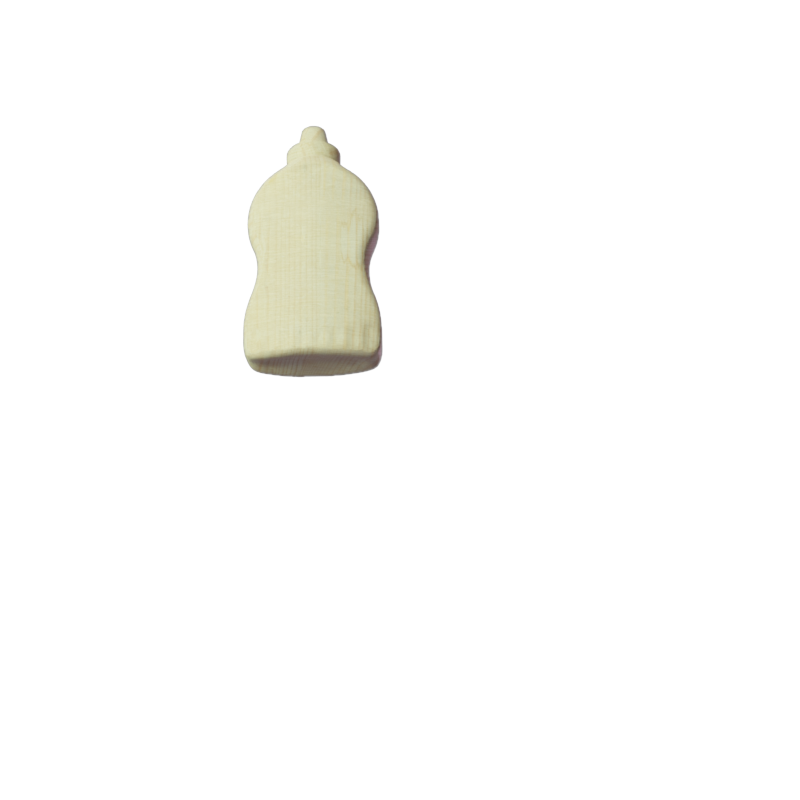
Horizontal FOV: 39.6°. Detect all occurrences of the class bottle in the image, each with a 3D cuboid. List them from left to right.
[{"bbox_3d":[-0.063,-0.115,0.807,0.096,0.203,0.055,-3,-25,4],"label":"bottle"}]
